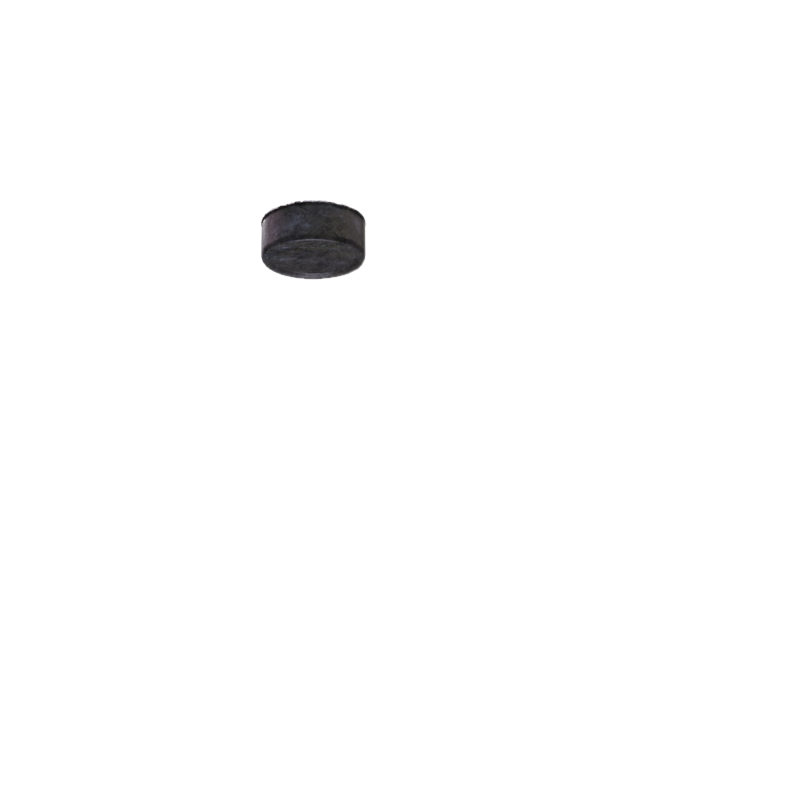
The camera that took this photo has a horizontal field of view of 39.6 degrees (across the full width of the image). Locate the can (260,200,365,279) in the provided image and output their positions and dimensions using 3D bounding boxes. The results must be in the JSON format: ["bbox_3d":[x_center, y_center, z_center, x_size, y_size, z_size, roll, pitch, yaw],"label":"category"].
[{"bbox_3d":[-0.070,-0.128,0.898,0.086,0.035,0.082,0,-18,-2],"label":"can"}]
